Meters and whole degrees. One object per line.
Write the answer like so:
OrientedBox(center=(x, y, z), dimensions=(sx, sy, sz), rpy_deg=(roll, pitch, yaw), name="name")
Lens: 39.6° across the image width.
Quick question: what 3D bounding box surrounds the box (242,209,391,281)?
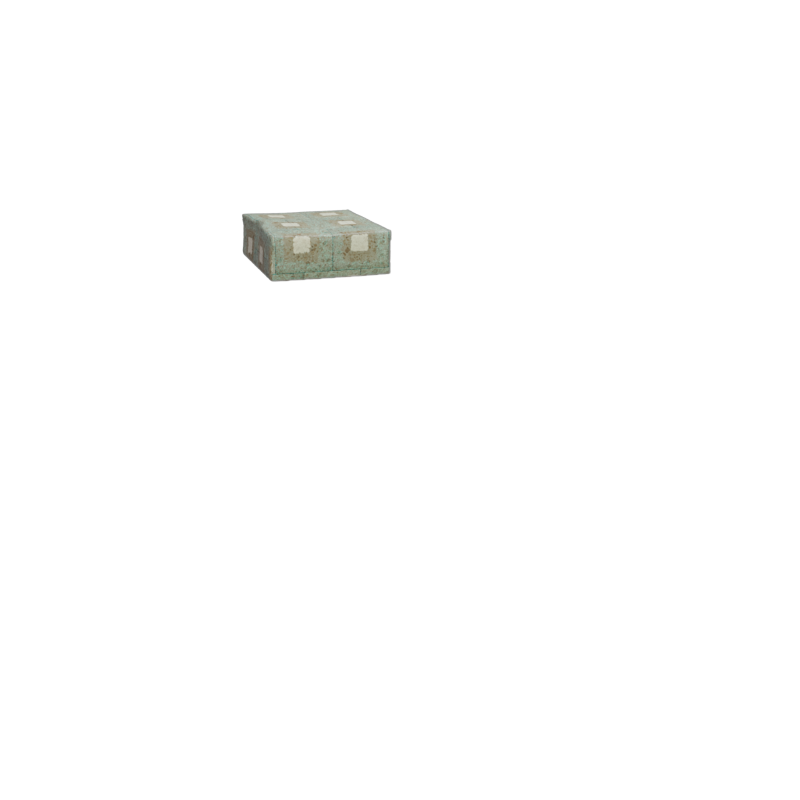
OrientedBox(center=(-0.053, -0.097, 0.680), dimensions=(0.072, 0.029, 0.094), rpy_deg=(-5, 18, -16), name="box")
